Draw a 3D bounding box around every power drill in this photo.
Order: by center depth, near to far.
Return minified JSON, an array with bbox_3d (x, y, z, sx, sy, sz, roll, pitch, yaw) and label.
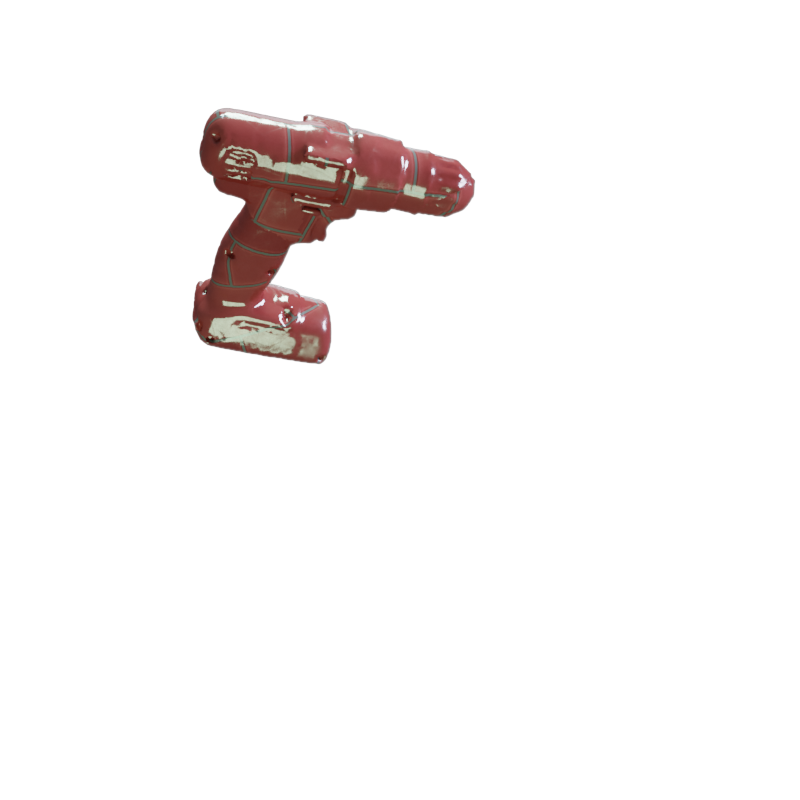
[{"bbox_3d":[-0.060,-0.110,0.770,0.181,0.178,0.062,12,40,-11],"label":"power drill"}]
